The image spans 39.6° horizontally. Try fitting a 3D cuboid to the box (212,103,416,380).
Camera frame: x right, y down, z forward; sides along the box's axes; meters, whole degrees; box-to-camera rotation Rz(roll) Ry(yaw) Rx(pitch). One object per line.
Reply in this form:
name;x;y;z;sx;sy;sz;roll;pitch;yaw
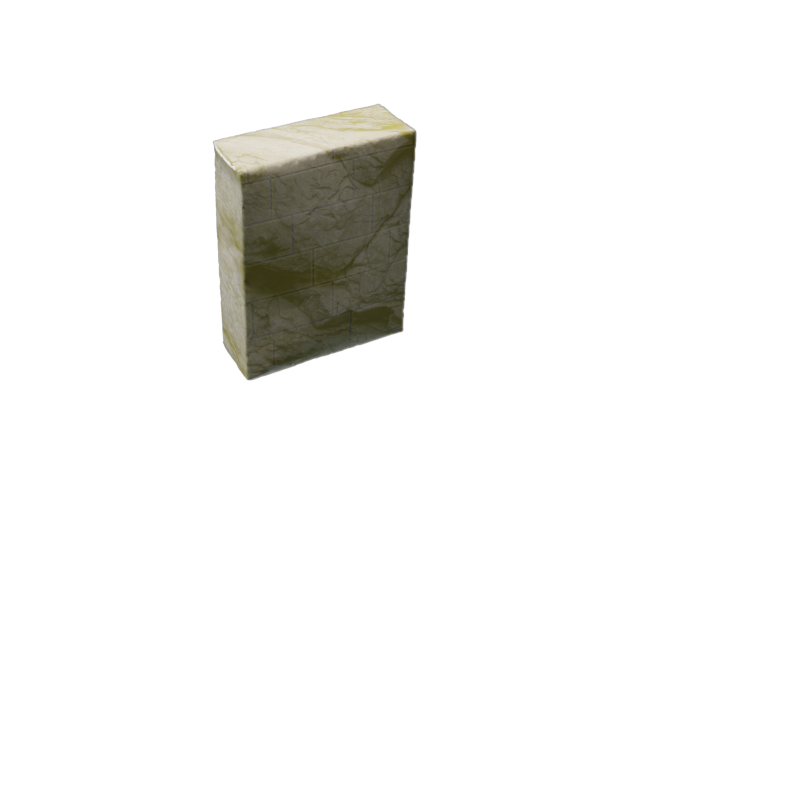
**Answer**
box;-0.076;-0.139;0.975;0.162;0.200;0.078;-17;39;-25
